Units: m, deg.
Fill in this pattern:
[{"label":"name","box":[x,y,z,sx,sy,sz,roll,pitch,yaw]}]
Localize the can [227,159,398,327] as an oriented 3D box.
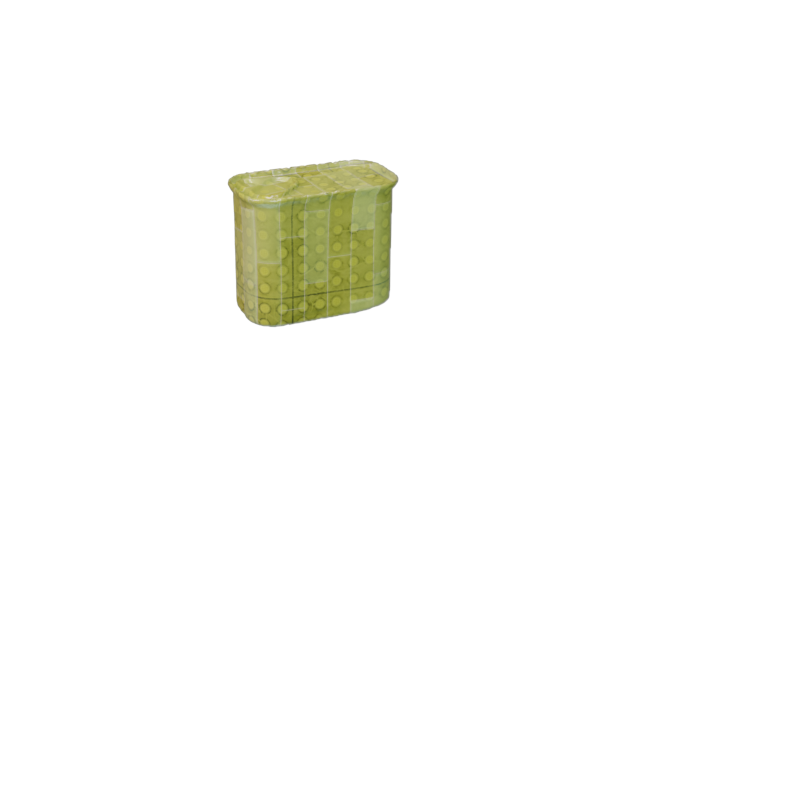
[{"label":"can","box":[-0.054,-0.099,0.692,0.100,0.080,0.062,-11,27,-22]}]
